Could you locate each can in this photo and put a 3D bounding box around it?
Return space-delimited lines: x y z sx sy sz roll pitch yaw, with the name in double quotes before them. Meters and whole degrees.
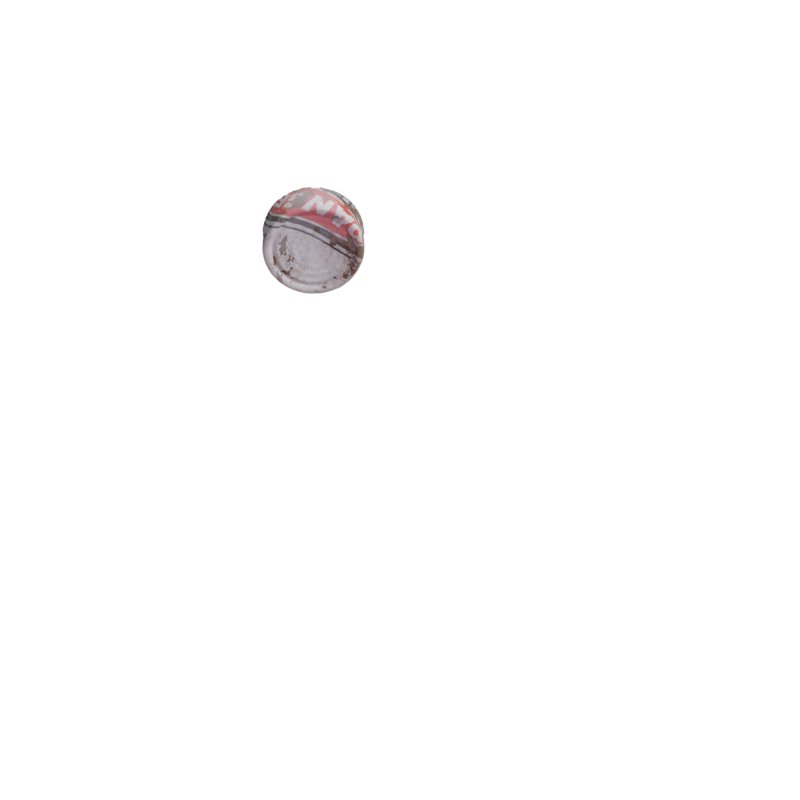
"can" -0.072 -0.132 0.924 0.086 0.081 0.036 1 31 -1
